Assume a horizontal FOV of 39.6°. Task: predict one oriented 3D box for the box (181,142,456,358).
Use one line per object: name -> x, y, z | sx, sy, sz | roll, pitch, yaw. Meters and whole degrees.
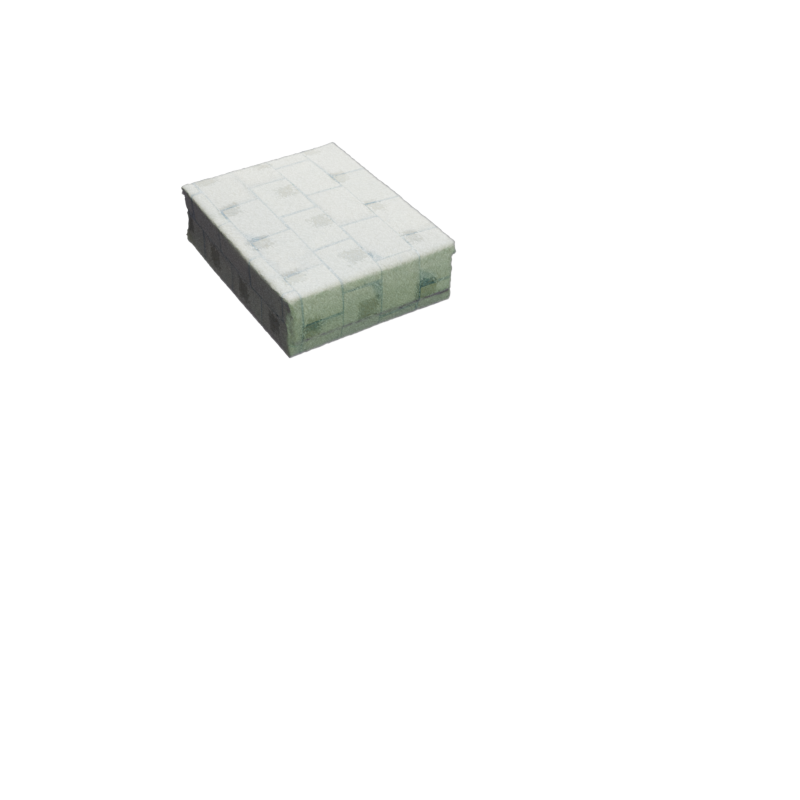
box -> -0.042, -0.077, 0.538 | 0.089, 0.036, 0.122 | -21, 42, -25
